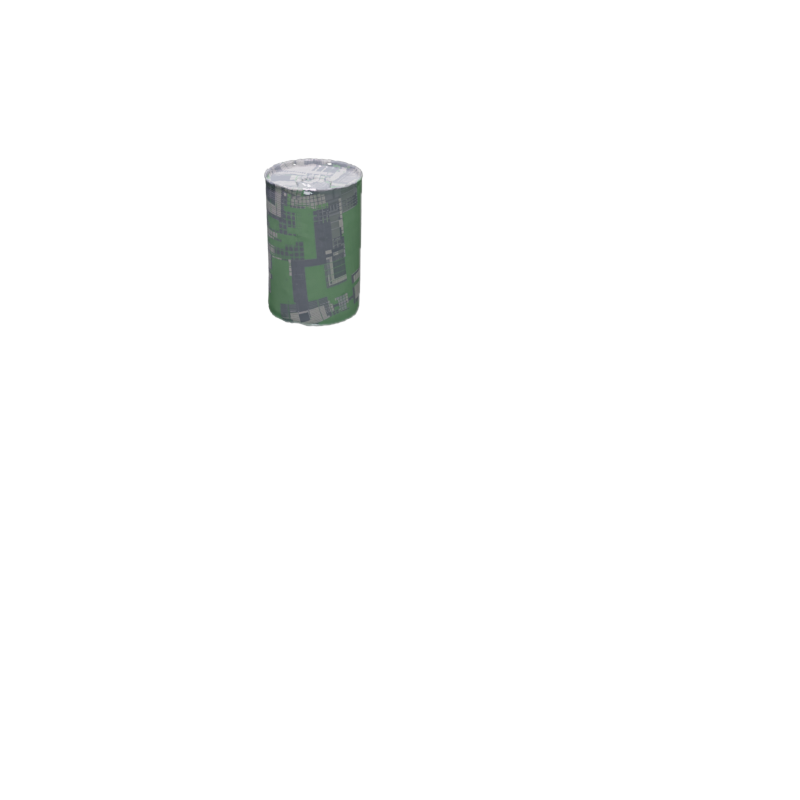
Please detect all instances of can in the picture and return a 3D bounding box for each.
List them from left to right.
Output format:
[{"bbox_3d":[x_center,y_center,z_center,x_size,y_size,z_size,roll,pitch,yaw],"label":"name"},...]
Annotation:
[{"bbox_3d":[-0.061,-0.111,0.780,0.068,0.097,0.072,0,24,-2],"label":"can"}]
